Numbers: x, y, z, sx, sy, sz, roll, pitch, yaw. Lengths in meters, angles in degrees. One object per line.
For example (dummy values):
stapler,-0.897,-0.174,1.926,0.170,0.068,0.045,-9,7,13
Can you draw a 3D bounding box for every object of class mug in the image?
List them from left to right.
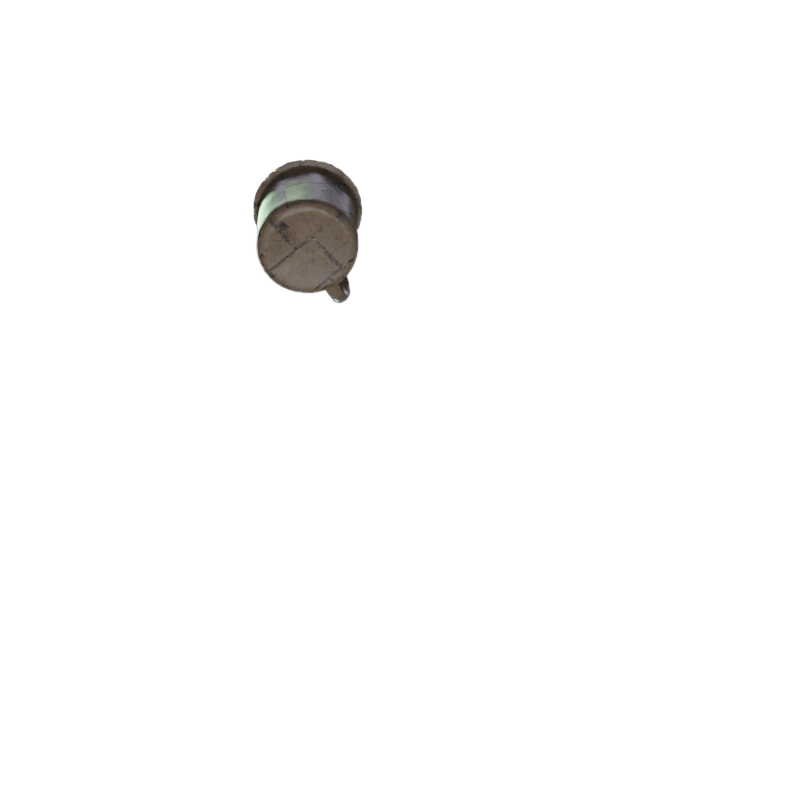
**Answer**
mug,-0.071,-0.130,0.913,0.093,0.110,0.086,-21,27,9
